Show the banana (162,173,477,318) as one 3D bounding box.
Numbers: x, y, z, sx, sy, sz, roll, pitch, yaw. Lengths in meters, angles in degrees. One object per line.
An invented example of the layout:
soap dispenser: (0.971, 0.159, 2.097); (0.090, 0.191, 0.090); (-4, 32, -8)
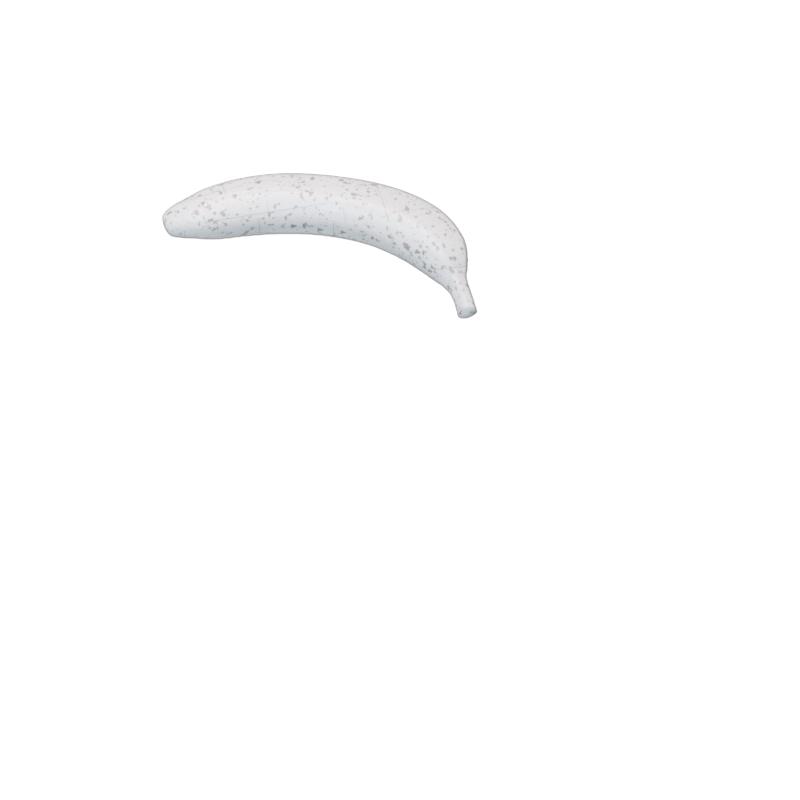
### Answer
banana: (-0.042, -0.106, 0.667); (0.203, 0.073, 0.034); (15, -41, 13)
